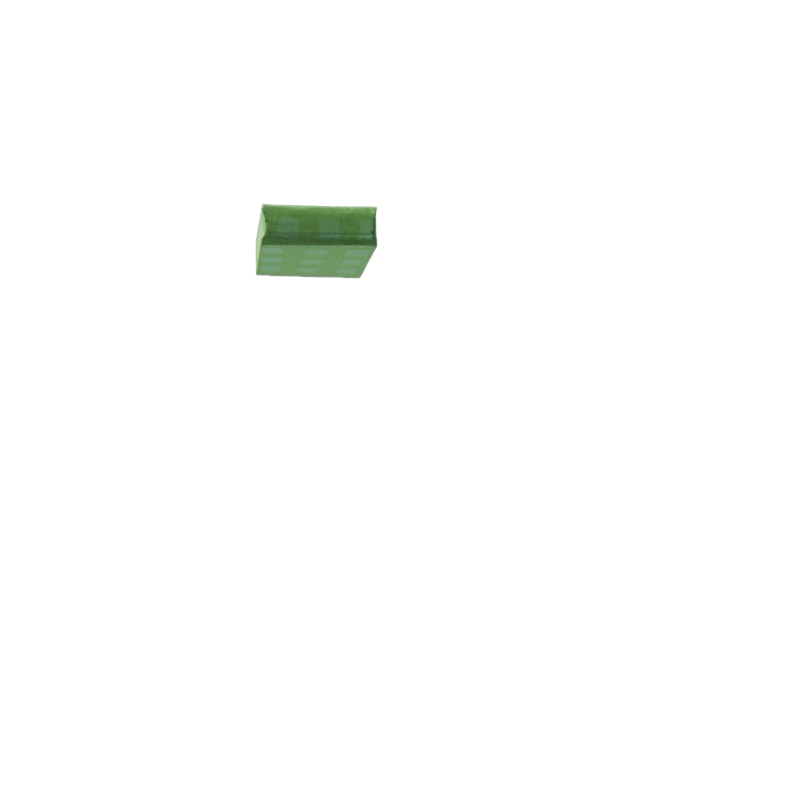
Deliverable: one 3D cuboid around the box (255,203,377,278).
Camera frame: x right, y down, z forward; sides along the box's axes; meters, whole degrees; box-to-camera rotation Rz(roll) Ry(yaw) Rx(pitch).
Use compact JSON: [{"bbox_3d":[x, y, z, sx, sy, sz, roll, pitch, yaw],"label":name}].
[{"bbox_3d":[-0.056,-0.103,0.722,0.072,0.031,0.088,1,-8,-7],"label":"box"}]
